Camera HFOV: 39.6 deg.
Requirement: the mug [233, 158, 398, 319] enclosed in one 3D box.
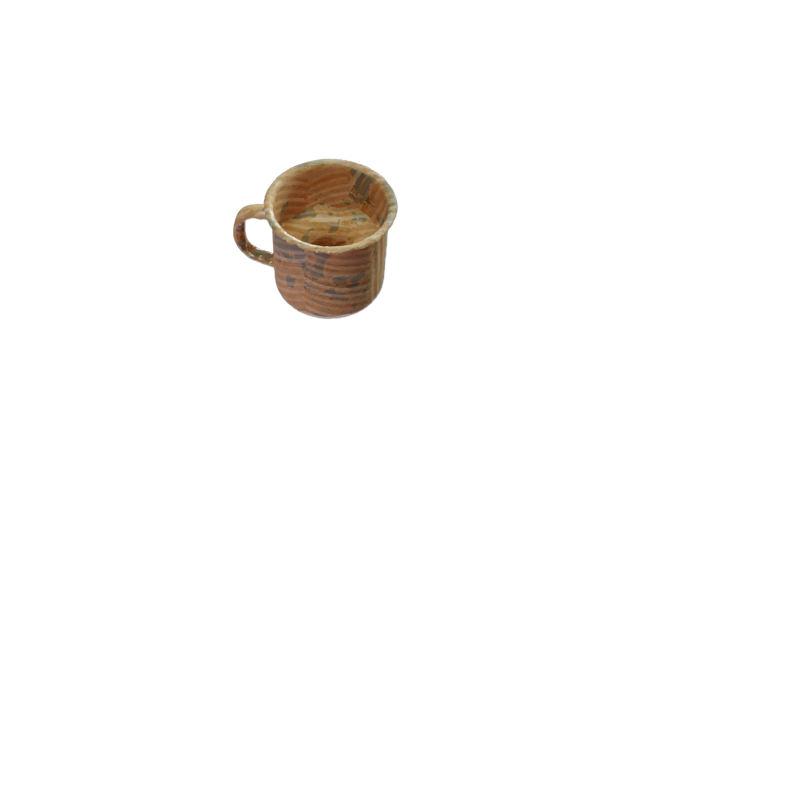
[{"bbox_3d":[-0.062,-0.114,0.798,0.118,0.099,0.076,5,-40,2],"label":"mug"}]
